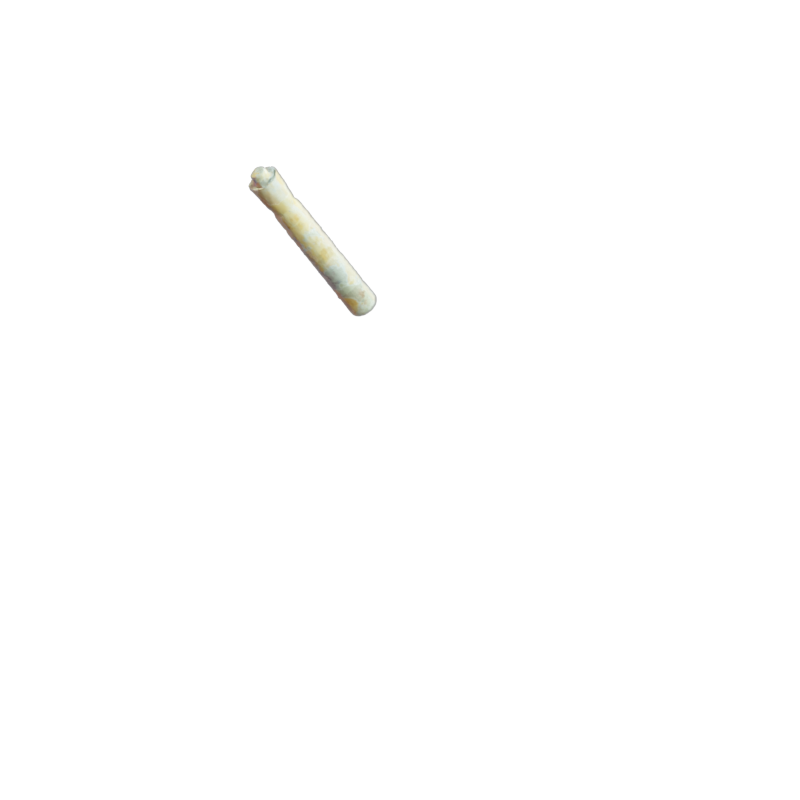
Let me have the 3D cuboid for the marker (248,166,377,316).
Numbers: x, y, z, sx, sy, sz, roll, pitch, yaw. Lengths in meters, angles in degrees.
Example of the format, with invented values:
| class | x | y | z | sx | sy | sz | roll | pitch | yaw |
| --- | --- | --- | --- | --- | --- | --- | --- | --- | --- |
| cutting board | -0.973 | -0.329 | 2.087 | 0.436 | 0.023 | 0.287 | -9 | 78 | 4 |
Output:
| class | x | y | z | sx | sy | sz | roll | pitch | yaw |
| --- | --- | --- | --- | --- | --- | --- | --- | --- | --- |
| marker | -0.051 | -0.093 | 0.650 | 0.021 | 0.020 | 0.112 | 3 | -36 | 42 |
